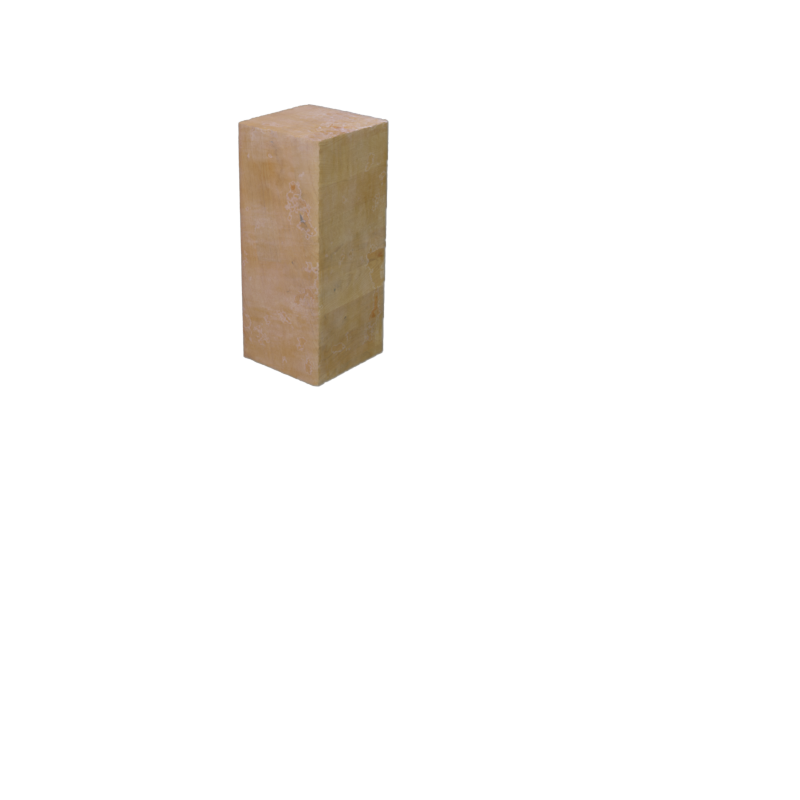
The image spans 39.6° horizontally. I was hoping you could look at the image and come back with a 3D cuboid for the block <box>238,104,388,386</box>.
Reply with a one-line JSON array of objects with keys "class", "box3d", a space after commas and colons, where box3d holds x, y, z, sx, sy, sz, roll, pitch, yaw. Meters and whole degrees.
[{"class": "block", "box3d": [-0.072, -0.132, 0.920, 0.095, 0.196, 0.090, 18, 28, 35]}]
